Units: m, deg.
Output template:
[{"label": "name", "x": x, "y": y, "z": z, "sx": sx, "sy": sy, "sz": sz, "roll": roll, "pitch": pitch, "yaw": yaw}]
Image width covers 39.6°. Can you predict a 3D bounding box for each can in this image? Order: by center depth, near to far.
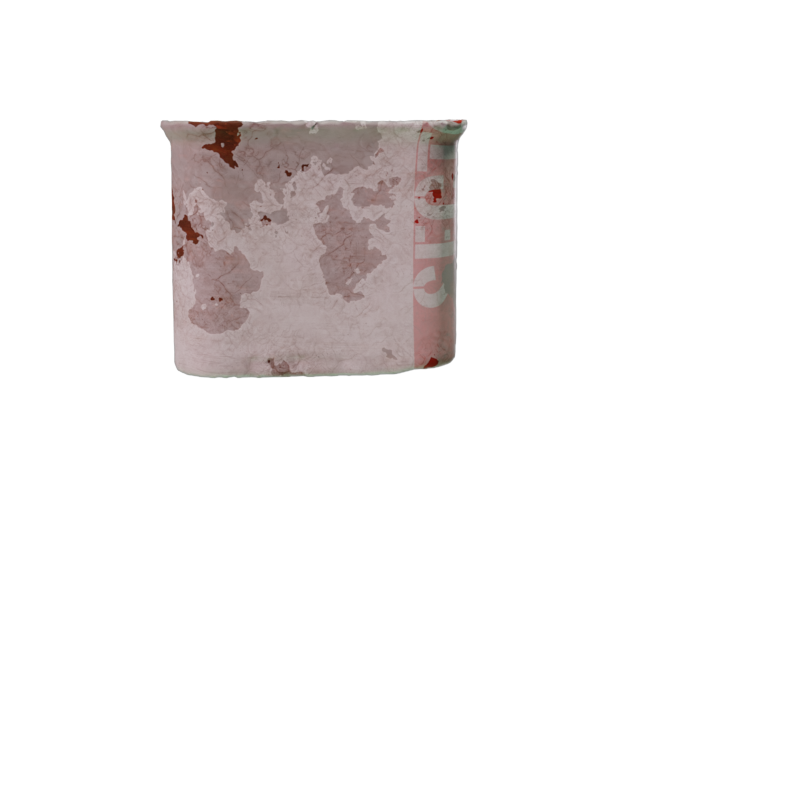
[{"label": "can", "x": -0.030, "y": -0.054, "z": 0.382, "sx": 0.101, "sy": 0.082, "sz": 0.059, "roll": -1, "pitch": 9, "yaw": -5}]
